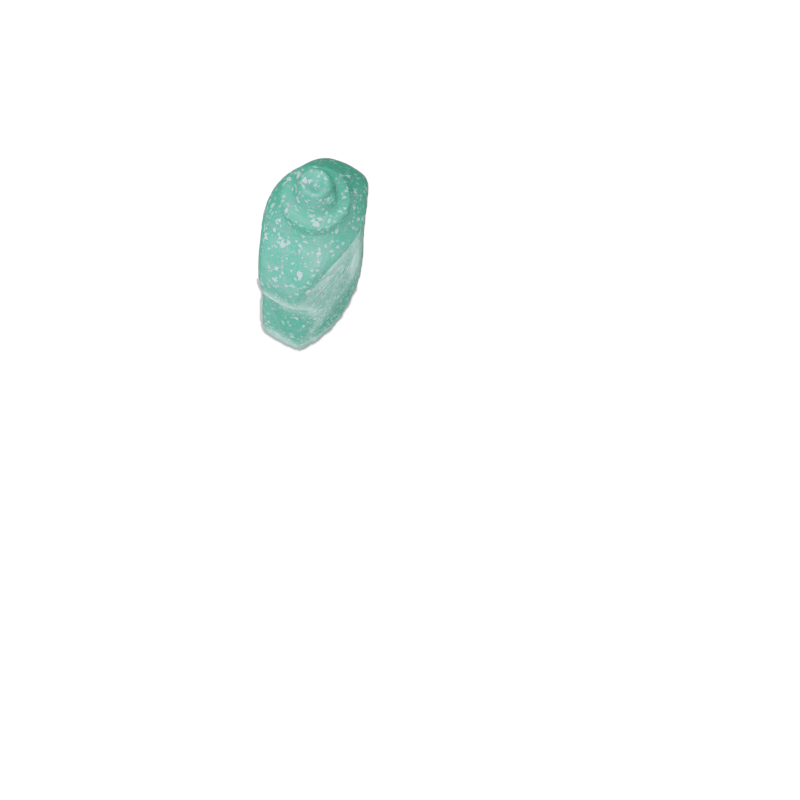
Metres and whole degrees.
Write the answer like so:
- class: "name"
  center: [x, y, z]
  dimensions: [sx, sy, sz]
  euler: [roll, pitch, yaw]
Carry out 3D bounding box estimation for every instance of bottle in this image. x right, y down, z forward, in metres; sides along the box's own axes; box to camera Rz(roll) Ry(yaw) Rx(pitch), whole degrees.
- class: "bottle"
  center: [-0.055, -0.100, 0.705]
  dimensions: [0.059, 0.098, 0.184]
  euler: [29, -15, 3]
